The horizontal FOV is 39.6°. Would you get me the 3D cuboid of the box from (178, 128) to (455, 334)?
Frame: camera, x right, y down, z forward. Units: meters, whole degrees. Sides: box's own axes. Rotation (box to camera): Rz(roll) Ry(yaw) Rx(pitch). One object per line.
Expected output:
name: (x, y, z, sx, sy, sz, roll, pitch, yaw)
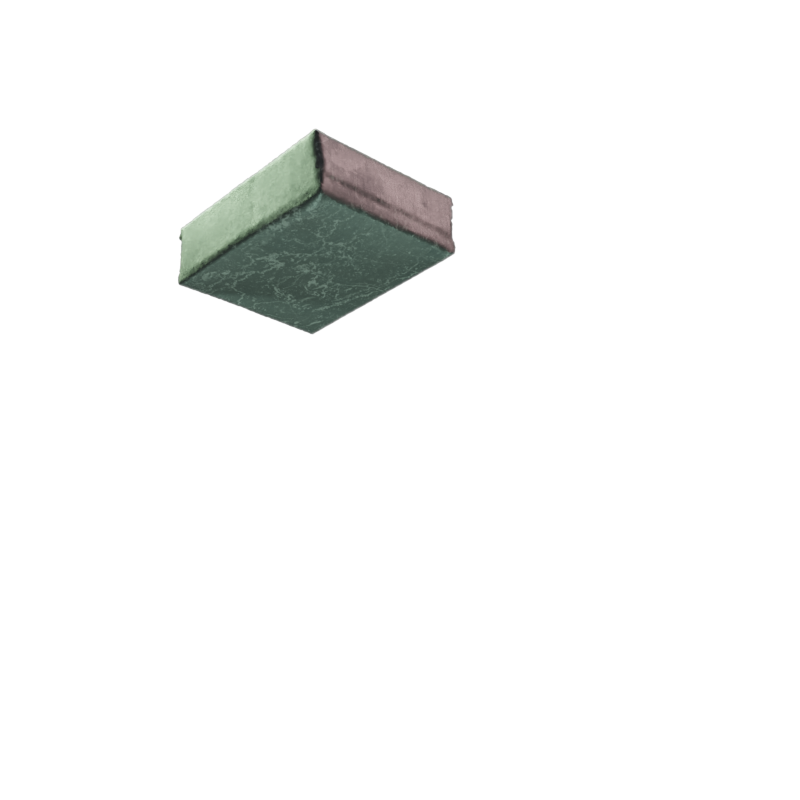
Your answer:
box: (-0.043, -0.079, 0.551, 0.085, 0.041, 0.114, 20, -31, -38)
